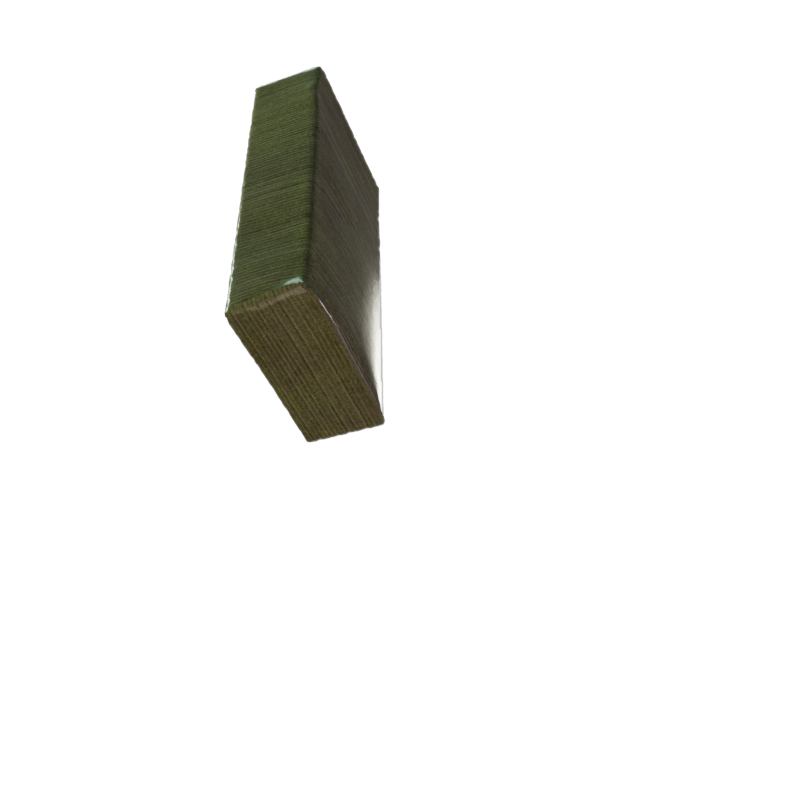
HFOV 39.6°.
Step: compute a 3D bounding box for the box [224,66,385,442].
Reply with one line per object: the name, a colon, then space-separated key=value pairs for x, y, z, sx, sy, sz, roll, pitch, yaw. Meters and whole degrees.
box: x=-0.043 y=-0.078 z=0.549 sx=0.048 sy=0.189 sz=0.086 roll=-18 pitch=-48 yaw=12
